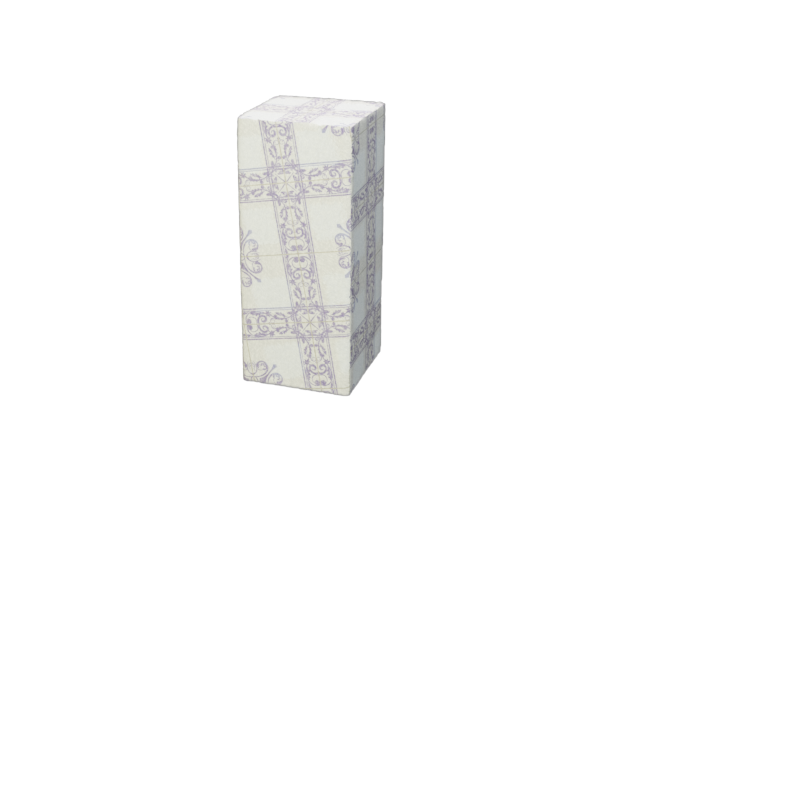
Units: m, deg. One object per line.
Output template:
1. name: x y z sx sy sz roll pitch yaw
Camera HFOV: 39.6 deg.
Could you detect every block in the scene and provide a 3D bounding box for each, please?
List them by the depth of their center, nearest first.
1. block: -0.067 -0.121 0.847 0.092 0.197 0.093 7 22 15
